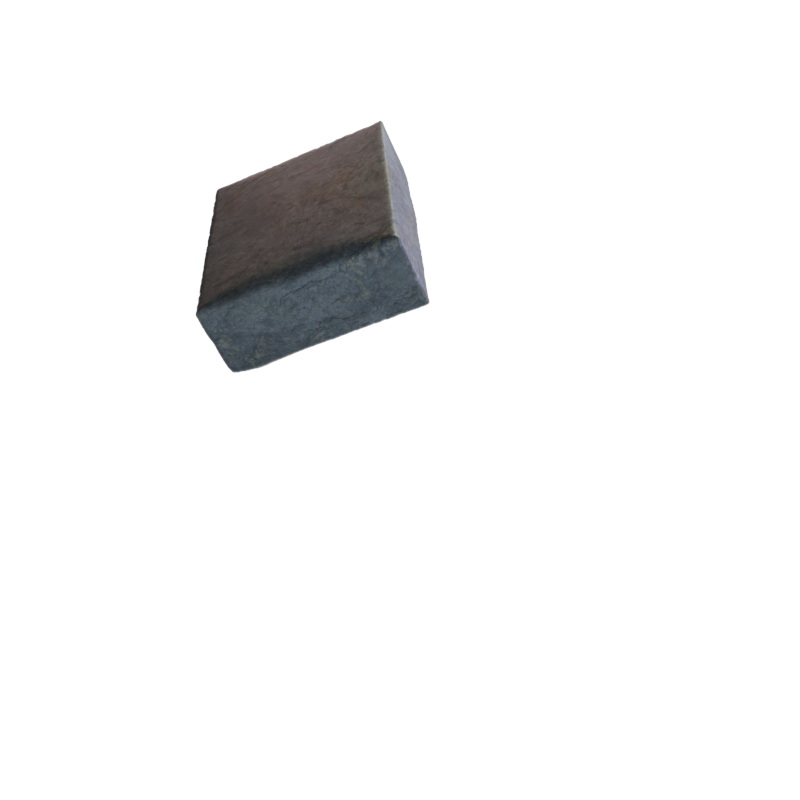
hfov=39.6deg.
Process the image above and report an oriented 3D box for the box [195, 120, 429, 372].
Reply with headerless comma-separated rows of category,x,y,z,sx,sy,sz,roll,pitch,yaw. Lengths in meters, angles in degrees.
box,-0.071,-0.129,0.902,0.165,0.067,0.228,-20,33,10
